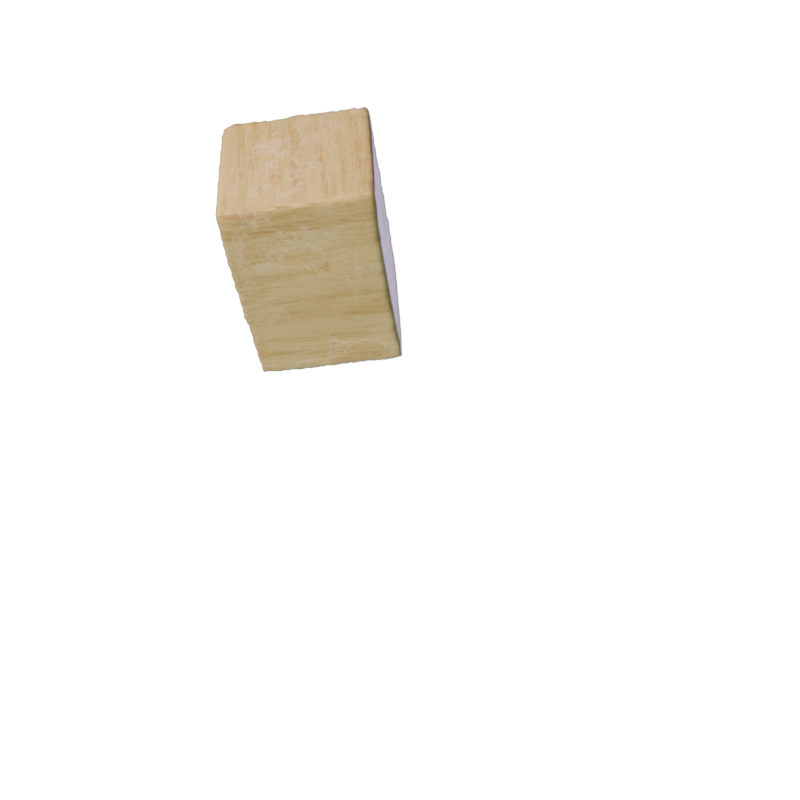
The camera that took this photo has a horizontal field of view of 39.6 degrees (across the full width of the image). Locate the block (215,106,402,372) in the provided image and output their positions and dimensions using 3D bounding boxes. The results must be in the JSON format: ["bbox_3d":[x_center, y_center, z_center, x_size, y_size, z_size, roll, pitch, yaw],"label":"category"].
[{"bbox_3d":[-0.031,-0.056,0.390,0.053,0.055,0.072,-6,-45,4],"label":"block"}]
